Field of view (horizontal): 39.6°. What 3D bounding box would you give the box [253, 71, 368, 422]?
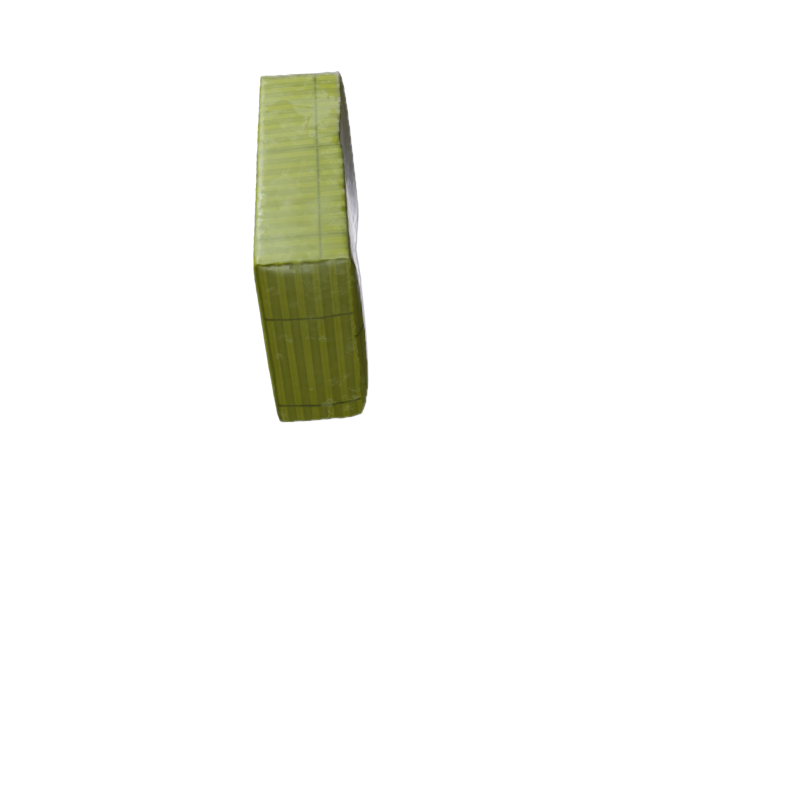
[{"bbox_3d":[-0.065,-0.118,0.828,0.072,0.230,0.152,-4,-43,0],"label":"box"}]
